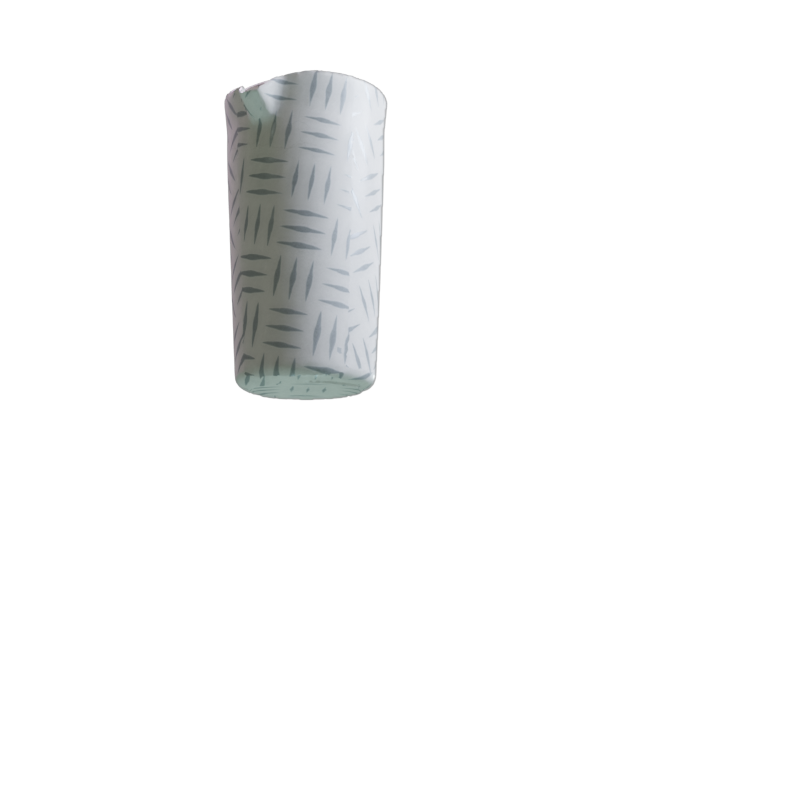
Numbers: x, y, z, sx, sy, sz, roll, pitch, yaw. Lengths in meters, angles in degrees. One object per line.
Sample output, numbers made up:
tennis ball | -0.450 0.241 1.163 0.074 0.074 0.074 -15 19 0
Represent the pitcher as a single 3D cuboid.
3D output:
pitcher | -0.069 -0.126 0.884 0.146 0.252 0.143 3 -15 -17
